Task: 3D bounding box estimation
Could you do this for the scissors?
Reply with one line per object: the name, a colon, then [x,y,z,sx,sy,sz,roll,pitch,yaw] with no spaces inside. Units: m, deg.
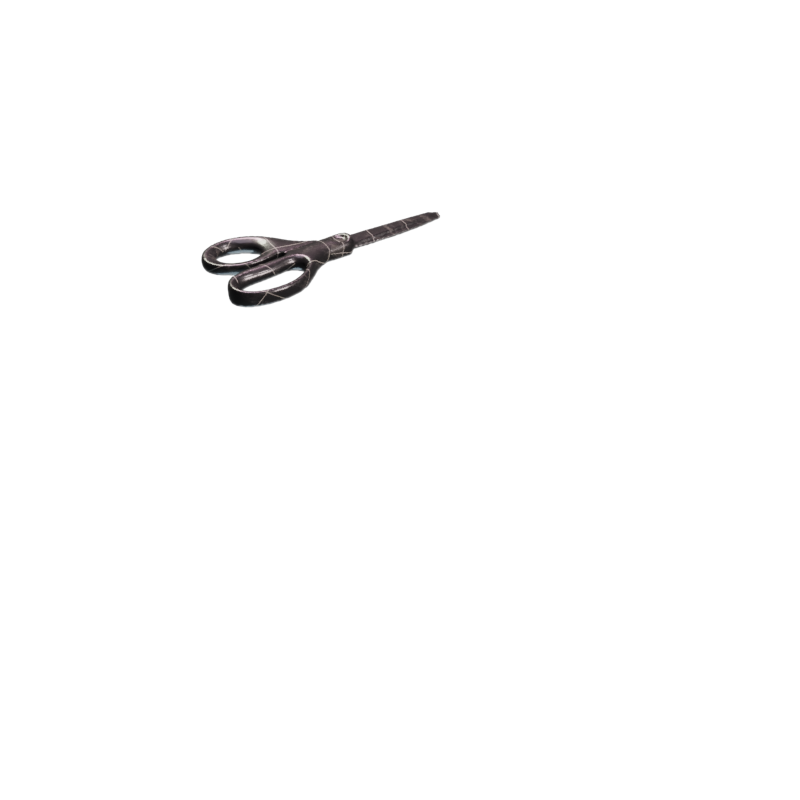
scissors: [-0.066,-0.120,0.837,0.102,0.015,0.203,22,39,30]
